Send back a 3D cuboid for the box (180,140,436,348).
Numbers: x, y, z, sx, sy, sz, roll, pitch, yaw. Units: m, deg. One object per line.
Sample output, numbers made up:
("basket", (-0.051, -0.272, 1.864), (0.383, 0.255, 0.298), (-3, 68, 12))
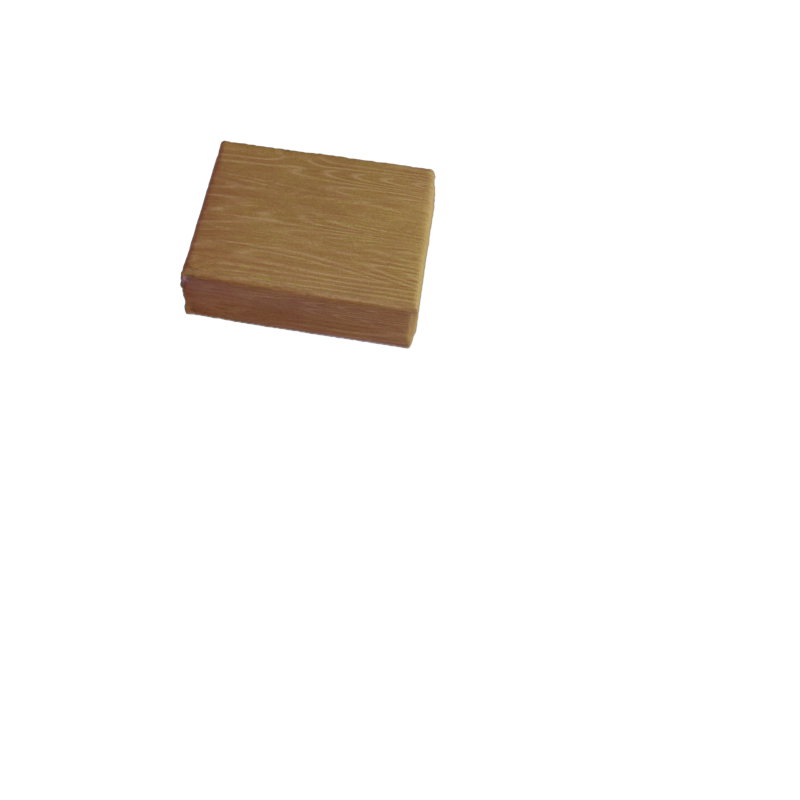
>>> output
("box", (-0.043, -0.078, 0.544), (0.114, 0.095, 0.036), (7, -38, 5))
